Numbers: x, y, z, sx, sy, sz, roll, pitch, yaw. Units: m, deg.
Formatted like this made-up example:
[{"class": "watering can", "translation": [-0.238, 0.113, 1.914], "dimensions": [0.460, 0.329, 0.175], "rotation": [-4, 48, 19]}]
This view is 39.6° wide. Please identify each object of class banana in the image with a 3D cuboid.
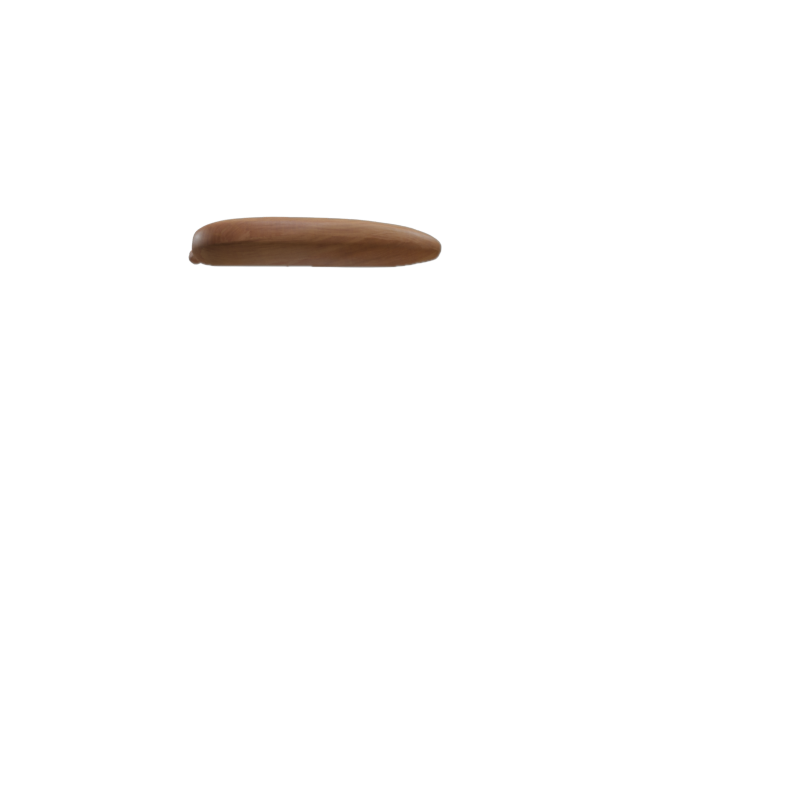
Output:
[{"class": "banana", "translation": [-0.072, -0.116, 0.812], "dimensions": [0.201, 0.036, 0.069], "rotation": [2, 7, 13]}]
